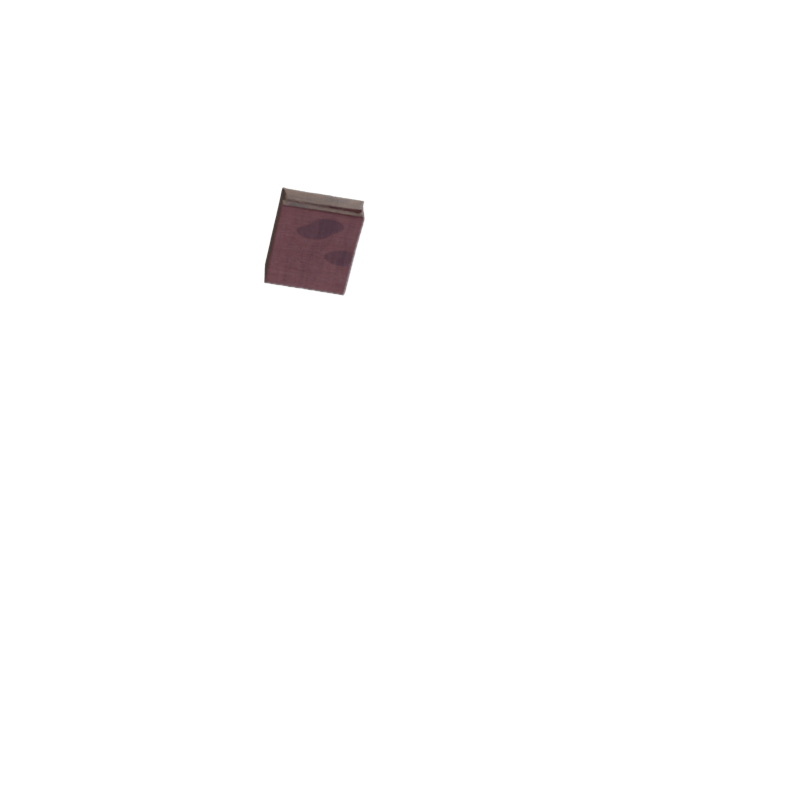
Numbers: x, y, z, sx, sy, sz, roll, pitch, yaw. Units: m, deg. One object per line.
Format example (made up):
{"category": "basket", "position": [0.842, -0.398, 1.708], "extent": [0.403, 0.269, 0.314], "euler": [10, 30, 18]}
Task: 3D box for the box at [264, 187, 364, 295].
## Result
{"category": "box", "position": [-0.075, -0.138, 0.963], "extent": [0.072, 0.084, 0.032], "euler": [9, 38, -8]}
